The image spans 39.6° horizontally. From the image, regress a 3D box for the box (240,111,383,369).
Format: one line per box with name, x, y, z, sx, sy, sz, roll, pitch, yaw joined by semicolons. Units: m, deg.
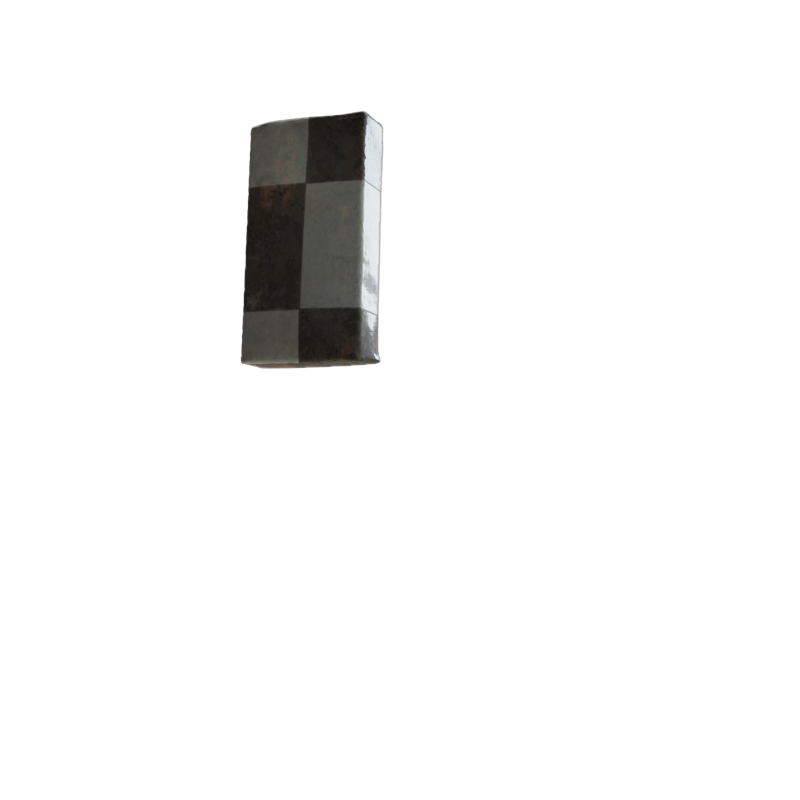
box;-0.062;-0.112;0.787;0.096;0.180;0.046;-4;-10;22
